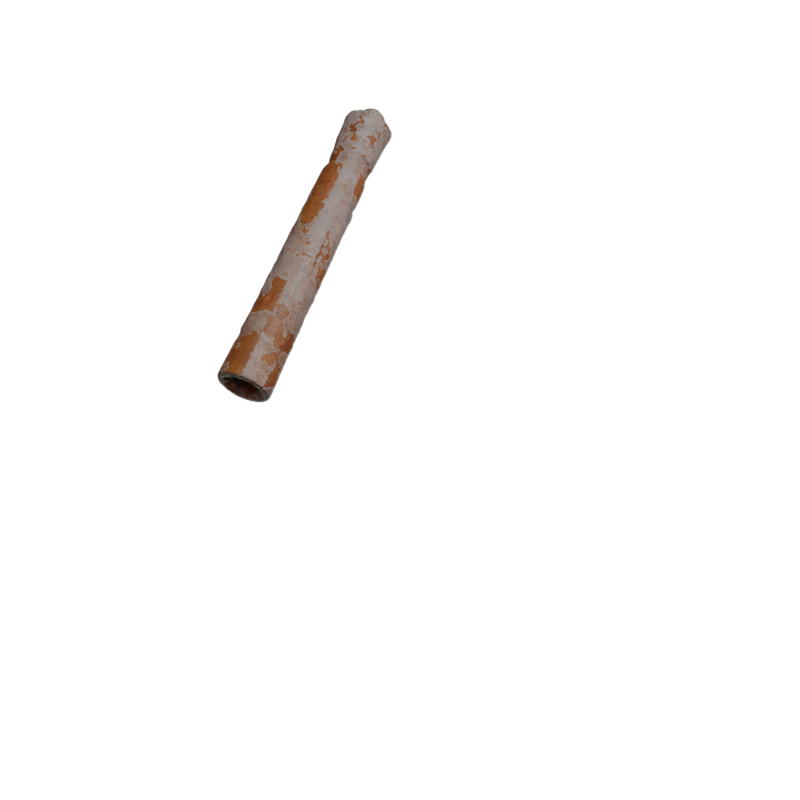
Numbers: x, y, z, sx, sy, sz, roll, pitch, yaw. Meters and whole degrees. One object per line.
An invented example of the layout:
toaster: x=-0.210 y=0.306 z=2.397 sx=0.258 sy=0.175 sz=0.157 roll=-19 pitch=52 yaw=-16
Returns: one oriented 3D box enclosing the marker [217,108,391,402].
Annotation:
marker: x=-0.030 y=-0.056 z=0.389 sx=0.020 sy=0.126 sz=0.019 roll=18 pitch=-28 yaw=7
